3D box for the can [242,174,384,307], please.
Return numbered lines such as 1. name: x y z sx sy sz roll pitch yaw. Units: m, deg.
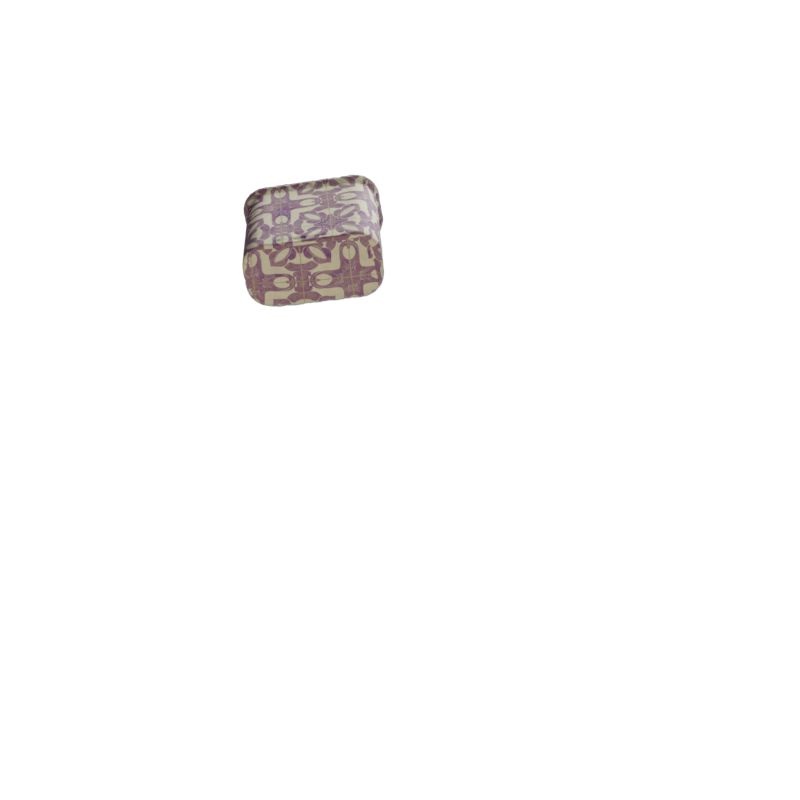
1. can: -0.062 -0.113 0.793 0.102 0.054 0.089 -8 34 3
